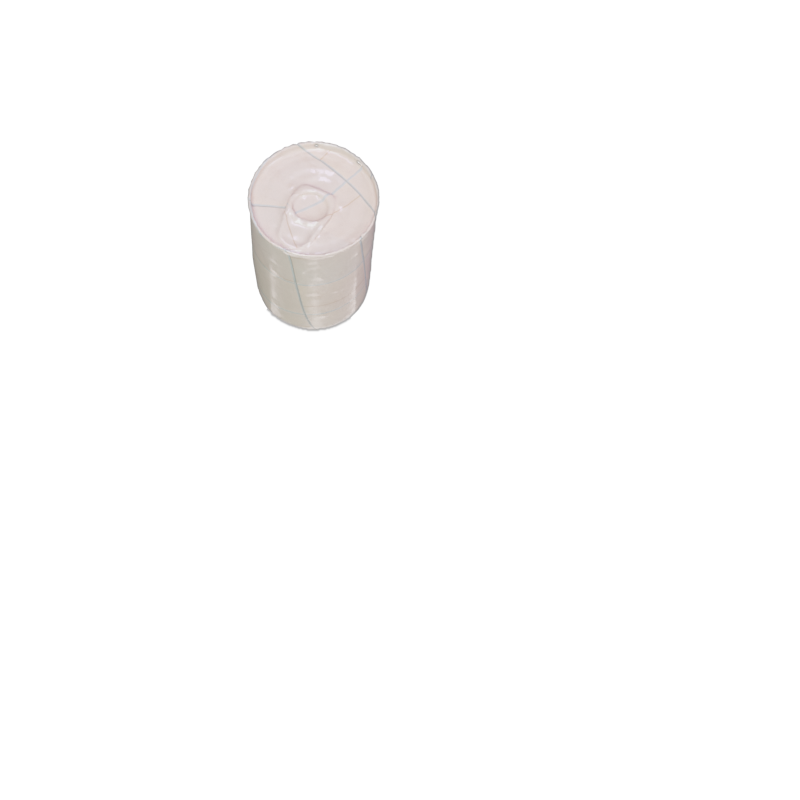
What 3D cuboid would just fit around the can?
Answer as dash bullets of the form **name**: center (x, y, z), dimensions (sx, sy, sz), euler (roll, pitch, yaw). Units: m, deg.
- **can**: center (-0.048, -0.088, 0.614), dimensions (0.068, 0.072, 0.097), euler (0, -22, -3)
